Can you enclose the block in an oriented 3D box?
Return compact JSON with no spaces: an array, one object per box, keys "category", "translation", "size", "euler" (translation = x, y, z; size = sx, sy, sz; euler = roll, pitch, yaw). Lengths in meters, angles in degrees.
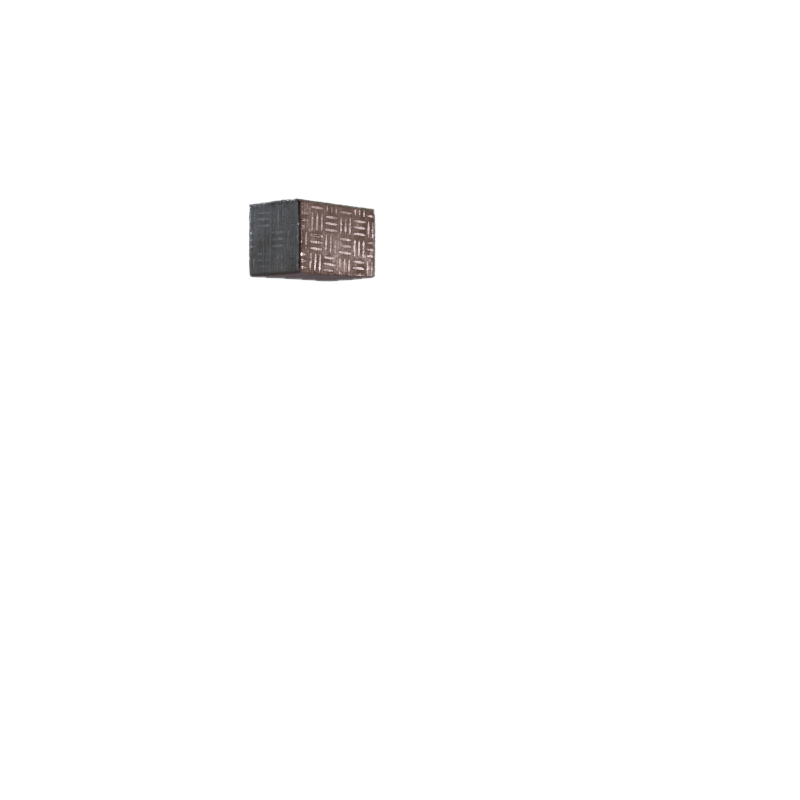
[{"category":"block","translation":[-0.061,-0.112,0.781],"size":[0.055,0.052,0.075],"euler":[-2,-1,42]}]
